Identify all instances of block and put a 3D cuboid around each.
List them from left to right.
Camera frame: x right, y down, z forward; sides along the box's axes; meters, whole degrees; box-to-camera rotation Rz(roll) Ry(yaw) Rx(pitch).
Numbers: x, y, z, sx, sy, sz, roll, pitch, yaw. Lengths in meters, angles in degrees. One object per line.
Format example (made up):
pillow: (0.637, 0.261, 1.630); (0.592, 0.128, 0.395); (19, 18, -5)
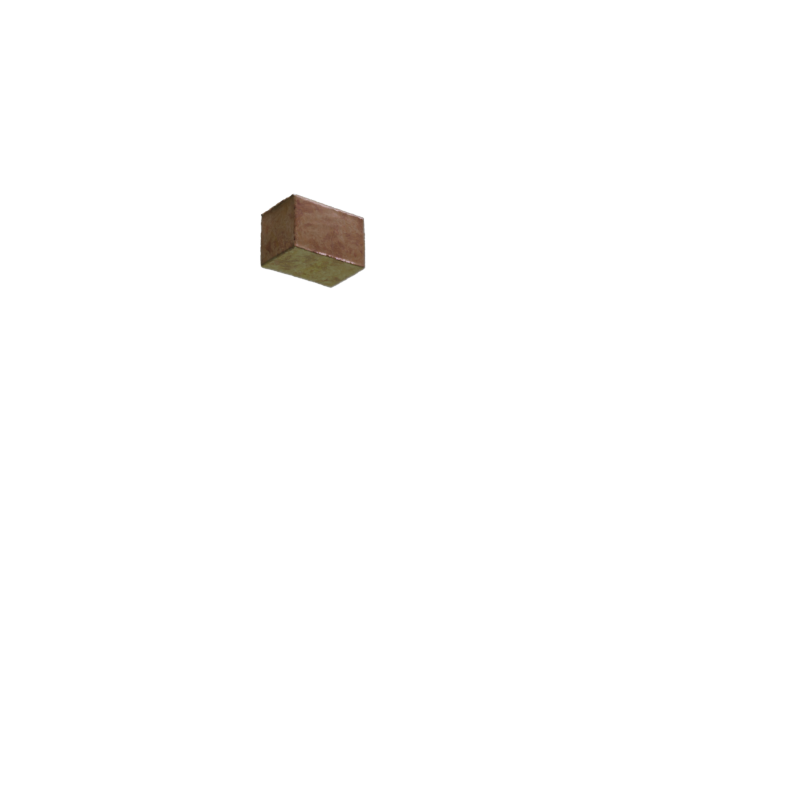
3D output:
block: (-0.075, -0.137, 0.959); (0.074, 0.054, 0.053); (15, -27, -36)
